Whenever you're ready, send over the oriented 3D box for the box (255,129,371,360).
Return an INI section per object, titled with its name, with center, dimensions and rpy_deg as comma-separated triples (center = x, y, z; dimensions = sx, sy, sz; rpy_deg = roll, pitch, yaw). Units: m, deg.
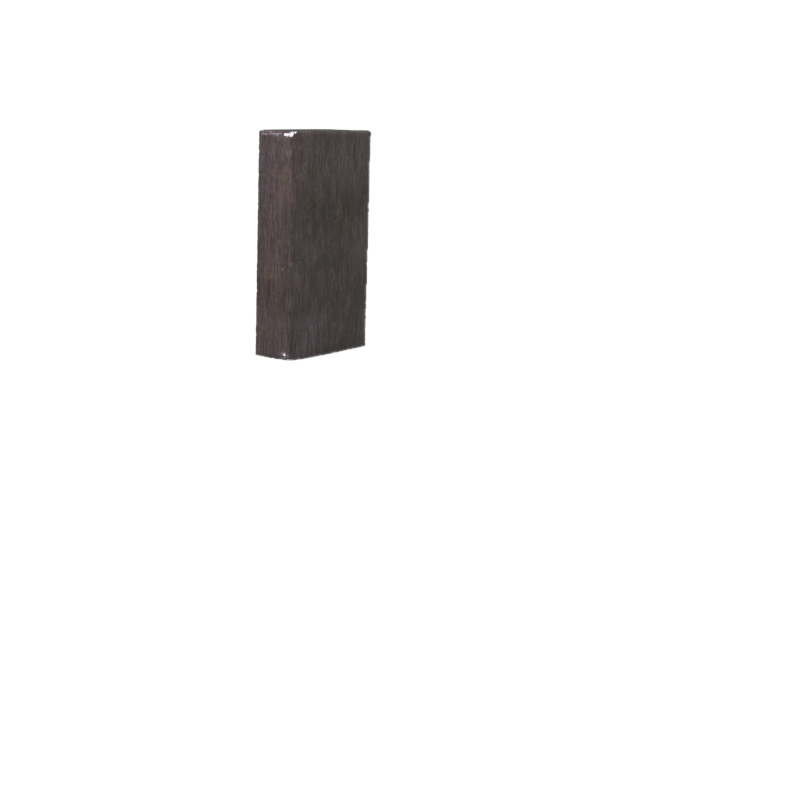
[box]
center = -0.068, -0.124, 0.871
dimensions = 0.050, 0.174, 0.091
rpy_deg = 5, 9, 39
